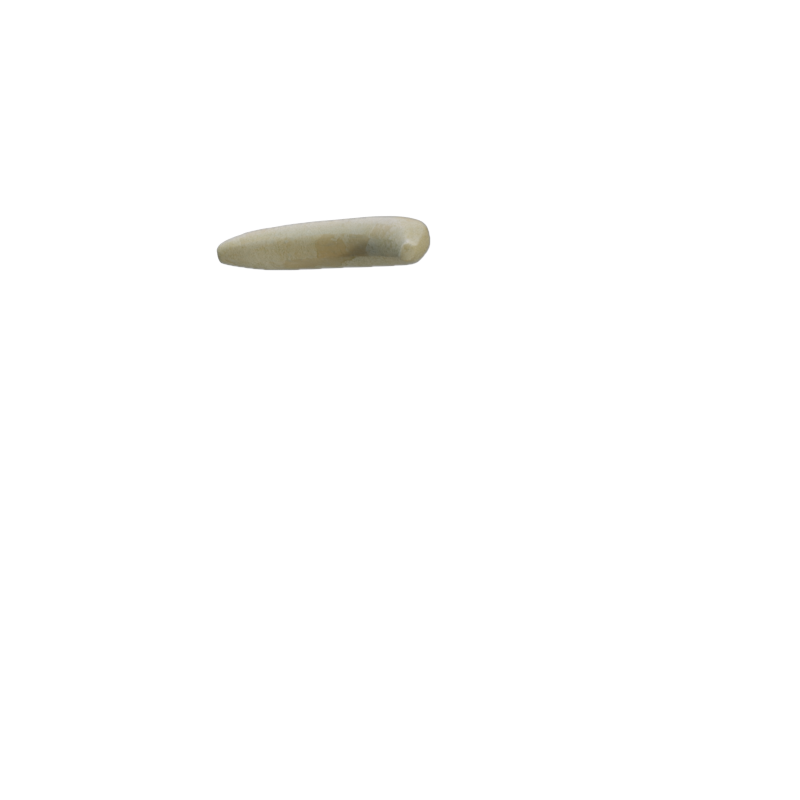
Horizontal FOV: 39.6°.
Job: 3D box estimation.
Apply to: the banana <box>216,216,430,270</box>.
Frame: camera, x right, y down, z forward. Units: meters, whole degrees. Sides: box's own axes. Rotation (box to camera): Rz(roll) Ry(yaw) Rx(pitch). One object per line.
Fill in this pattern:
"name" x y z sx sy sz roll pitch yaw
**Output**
"banana" -0.048 -0.115 0.809 0.205 0.037 0.067 4 4 43
